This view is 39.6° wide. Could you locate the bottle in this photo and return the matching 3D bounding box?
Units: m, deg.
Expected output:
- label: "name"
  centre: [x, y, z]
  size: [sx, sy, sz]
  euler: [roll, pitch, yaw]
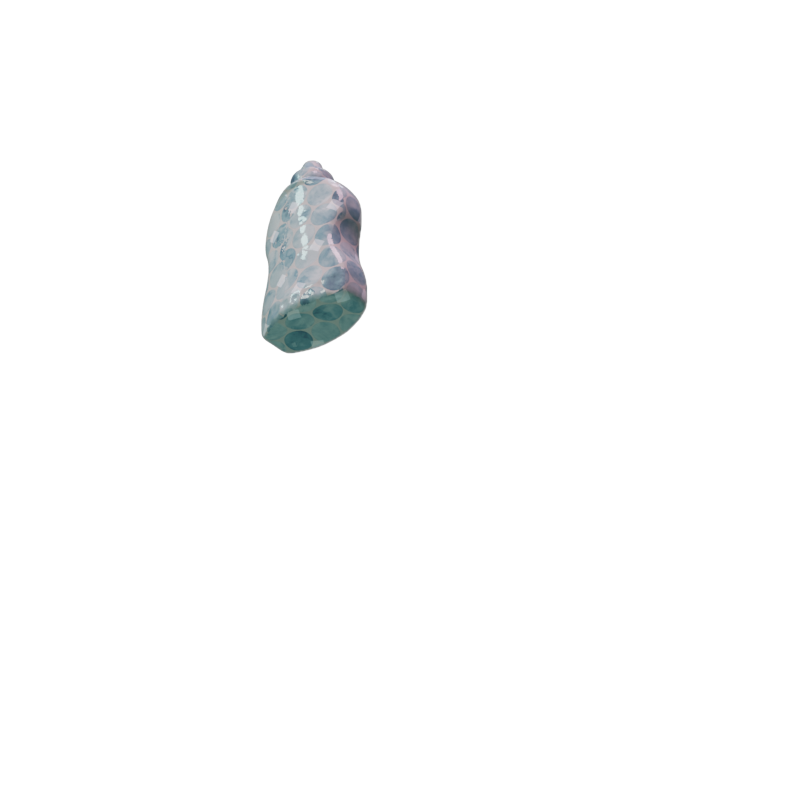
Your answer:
- label: "bottle"
  centre: [-0.077, -0.140, 0.978]
  size: [0.096, 0.206, 0.054]
  euler: [-31, -47, 30]
